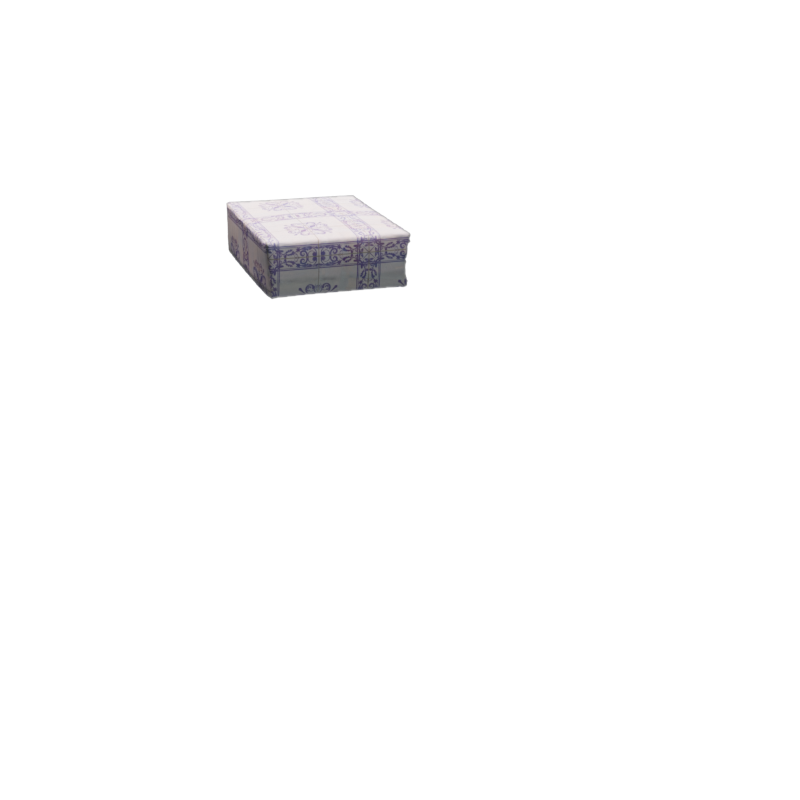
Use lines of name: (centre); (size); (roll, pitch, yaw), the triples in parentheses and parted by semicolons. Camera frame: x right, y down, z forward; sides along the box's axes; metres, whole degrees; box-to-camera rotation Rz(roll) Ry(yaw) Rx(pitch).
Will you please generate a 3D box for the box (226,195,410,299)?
box: (-0.055, -0.100, 0.700); (0.088, 0.037, 0.121); (-7, 25, -17)
